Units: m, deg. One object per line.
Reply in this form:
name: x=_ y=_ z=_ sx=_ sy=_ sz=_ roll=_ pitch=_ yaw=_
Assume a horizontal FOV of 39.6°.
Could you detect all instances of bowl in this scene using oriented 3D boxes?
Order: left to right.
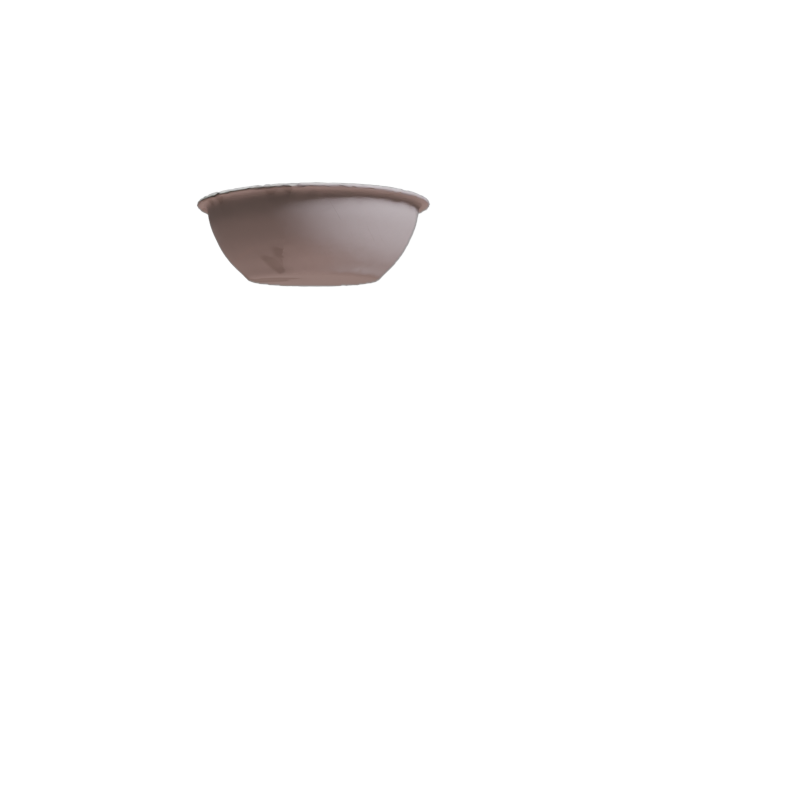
bowl: x=-0.060 y=-0.110 z=0.769 sx=0.162 sy=0.056 sz=0.161 roll=0 pitch=0 yaw=-2
